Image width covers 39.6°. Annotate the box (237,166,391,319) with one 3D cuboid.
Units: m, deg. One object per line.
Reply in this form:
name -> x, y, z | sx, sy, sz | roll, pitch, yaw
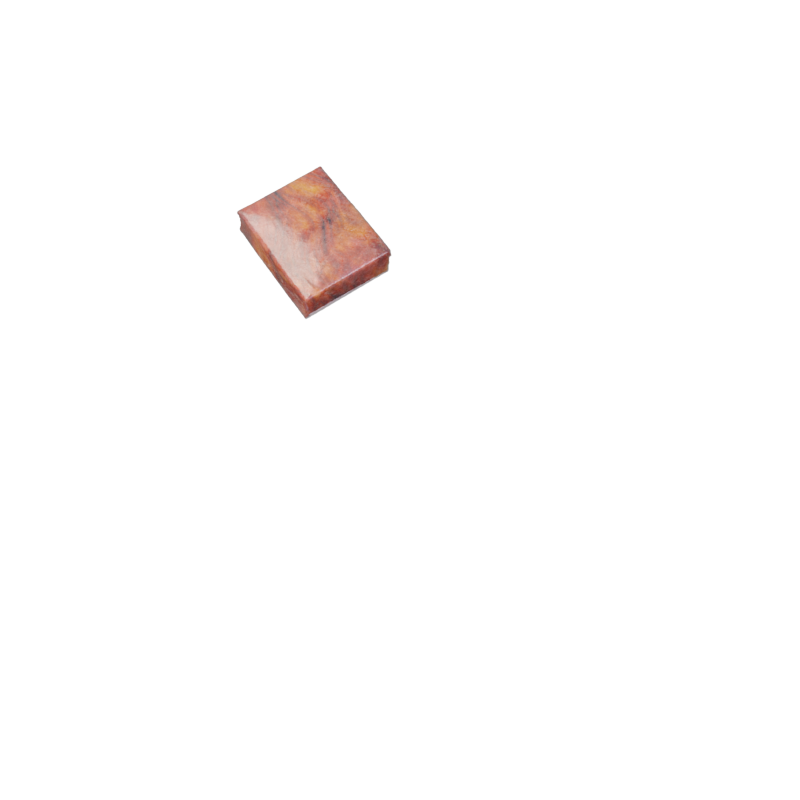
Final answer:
box -> -0.076, -0.139, 0.975 | 0.090, 0.121, 0.036 | -31, -26, -18
